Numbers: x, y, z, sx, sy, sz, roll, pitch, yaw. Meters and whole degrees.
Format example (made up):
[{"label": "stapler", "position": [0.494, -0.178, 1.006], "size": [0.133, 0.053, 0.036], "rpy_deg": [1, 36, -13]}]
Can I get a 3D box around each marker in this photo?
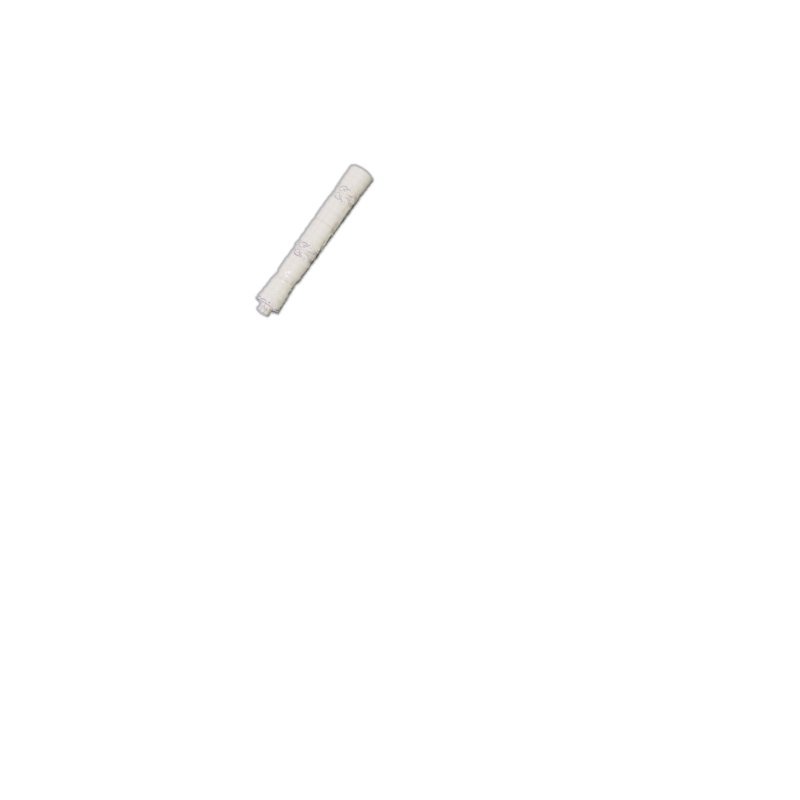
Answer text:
[{"label": "marker", "position": [-0.059, -0.108, 0.758], "size": [0.020, 0.123, 0.019], "rpy_deg": [33, -12, 4]}]
